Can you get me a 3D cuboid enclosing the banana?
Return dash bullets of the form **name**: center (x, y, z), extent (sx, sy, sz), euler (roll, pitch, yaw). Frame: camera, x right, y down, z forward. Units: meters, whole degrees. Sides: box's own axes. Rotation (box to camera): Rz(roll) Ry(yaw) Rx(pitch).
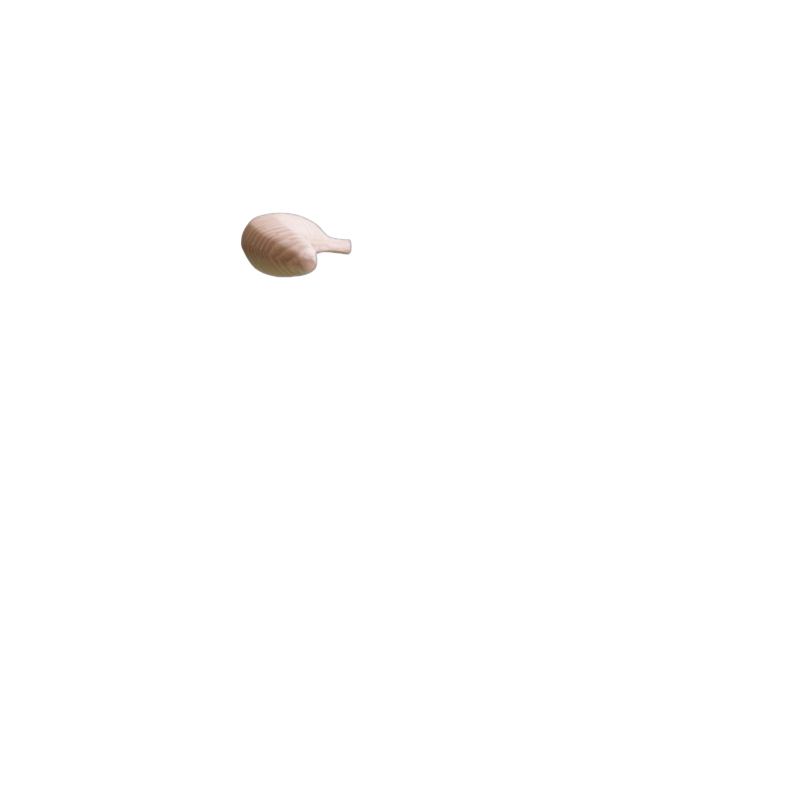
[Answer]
- **banana**: center (-0.079, -0.113, 0.789), extent (0.070, 0.036, 0.200), euler (1, 13, 5)
